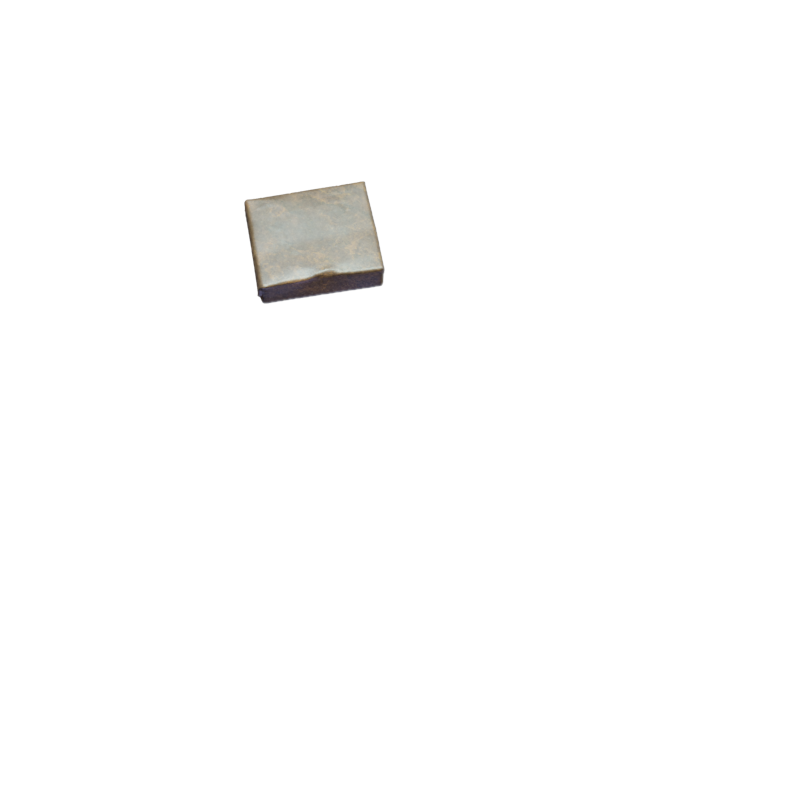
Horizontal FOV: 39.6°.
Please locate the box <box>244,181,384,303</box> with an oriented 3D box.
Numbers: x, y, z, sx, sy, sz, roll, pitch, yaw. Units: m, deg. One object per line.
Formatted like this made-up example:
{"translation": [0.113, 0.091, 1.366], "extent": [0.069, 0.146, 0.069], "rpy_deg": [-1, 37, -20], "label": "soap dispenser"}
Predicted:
{"translation": [-0.061, -0.112, 0.782], "extent": [0.089, 0.078, 0.028], "rpy_deg": [-9, -27, -5], "label": "box"}
